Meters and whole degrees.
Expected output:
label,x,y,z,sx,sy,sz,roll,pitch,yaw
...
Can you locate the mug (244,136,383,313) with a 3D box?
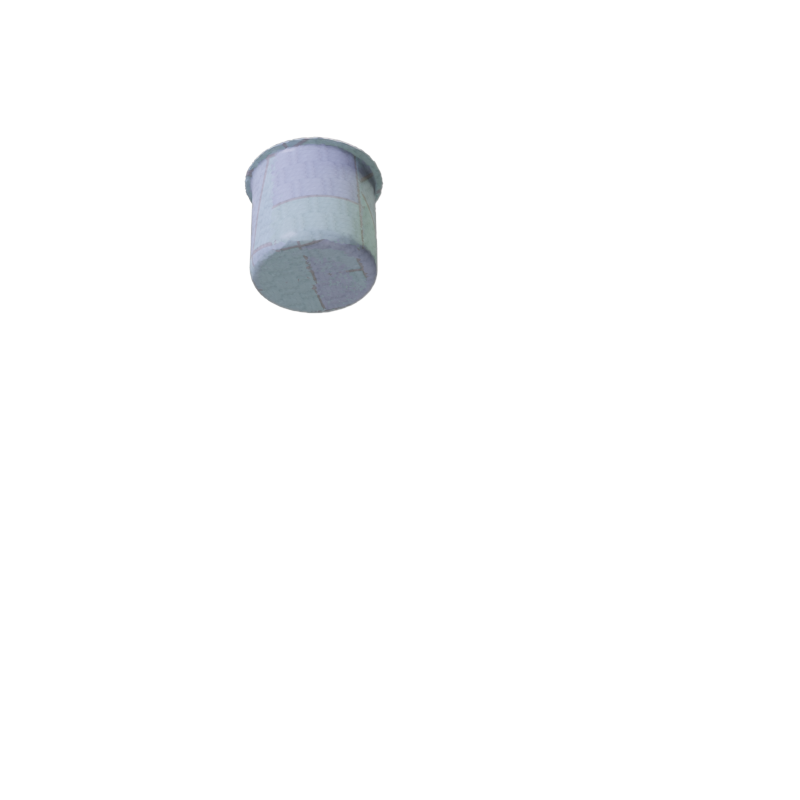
label,x,y,z,sx,sy,sz,roll,pitch,yaw
mug,-0.057,-0.105,0.733,0.093,0.087,0.110,1,-34,-4
